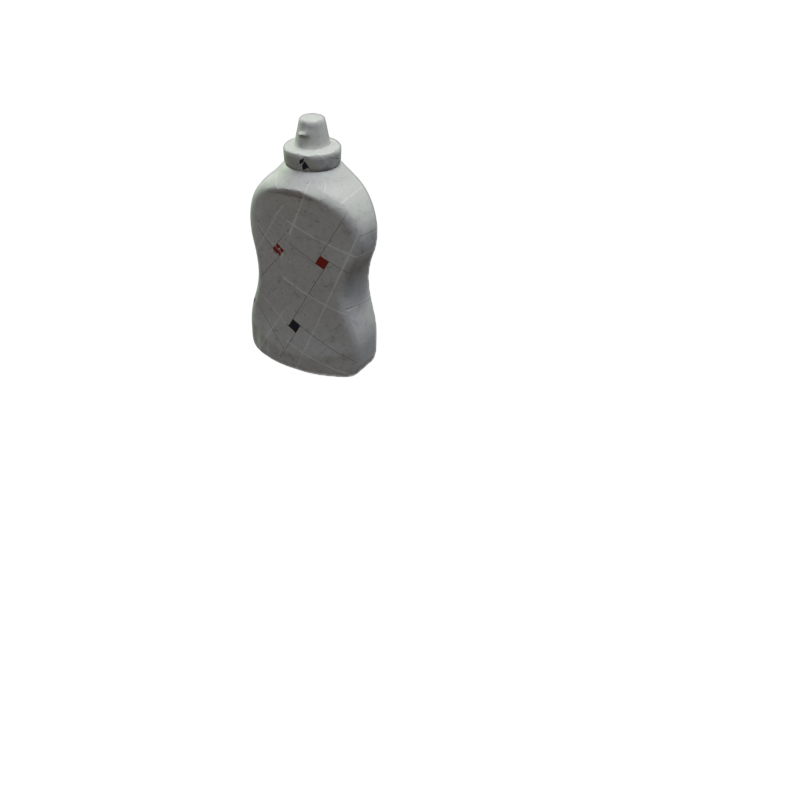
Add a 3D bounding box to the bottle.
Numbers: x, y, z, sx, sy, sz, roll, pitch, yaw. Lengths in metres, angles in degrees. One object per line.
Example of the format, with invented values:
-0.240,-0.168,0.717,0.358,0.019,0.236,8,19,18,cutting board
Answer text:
-0.063,-0.115,0.806,0.101,0.181,0.059,18,31,28,bottle
